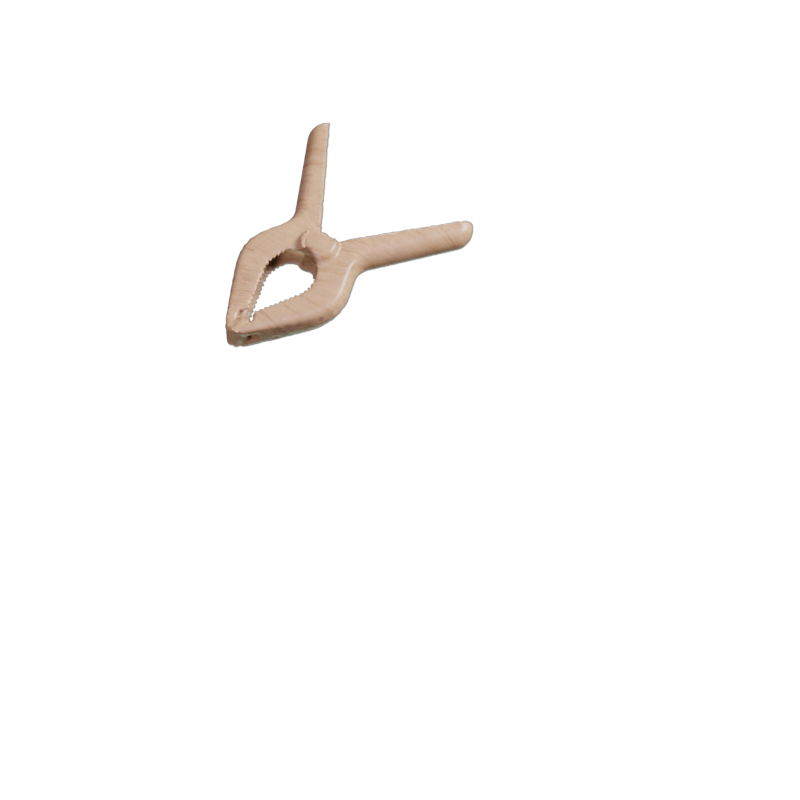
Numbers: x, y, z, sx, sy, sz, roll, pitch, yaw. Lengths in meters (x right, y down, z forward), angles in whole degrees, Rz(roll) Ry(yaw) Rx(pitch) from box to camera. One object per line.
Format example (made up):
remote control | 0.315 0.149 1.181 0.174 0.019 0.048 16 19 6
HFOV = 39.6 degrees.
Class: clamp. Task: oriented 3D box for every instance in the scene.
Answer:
clamp | -0.069 -0.126 0.883 0.212 0.174 0.034 -39 -23 -20
